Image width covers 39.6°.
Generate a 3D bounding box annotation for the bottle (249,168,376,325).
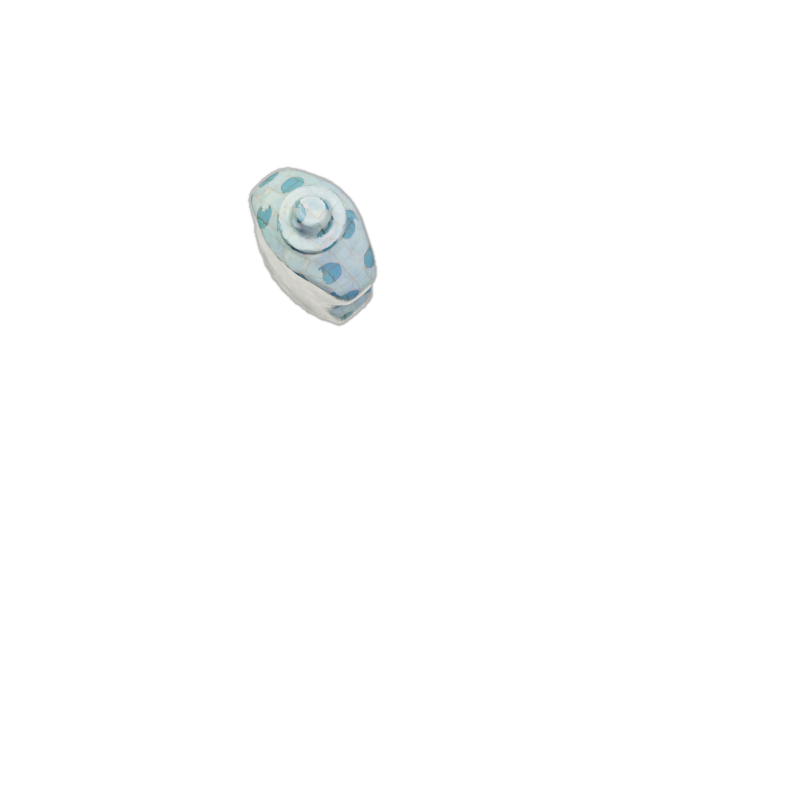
[{"bbox_3d":[-0.057,-0.103,0.723,0.058,0.098,0.188,-39,-2,-6],"label":"bottle"}]
